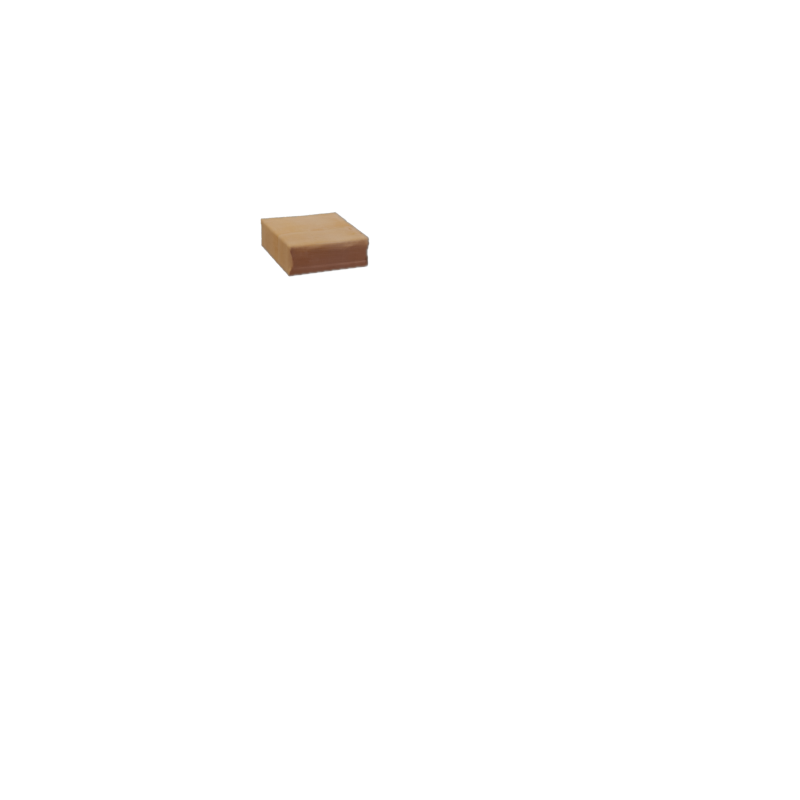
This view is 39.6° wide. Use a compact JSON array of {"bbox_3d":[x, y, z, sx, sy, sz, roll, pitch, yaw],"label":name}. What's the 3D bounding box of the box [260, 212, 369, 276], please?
[{"bbox_3d":[-0.076,-0.139,0.976,0.072,0.029,0.095,-8,25,-19],"label":"box"}]
